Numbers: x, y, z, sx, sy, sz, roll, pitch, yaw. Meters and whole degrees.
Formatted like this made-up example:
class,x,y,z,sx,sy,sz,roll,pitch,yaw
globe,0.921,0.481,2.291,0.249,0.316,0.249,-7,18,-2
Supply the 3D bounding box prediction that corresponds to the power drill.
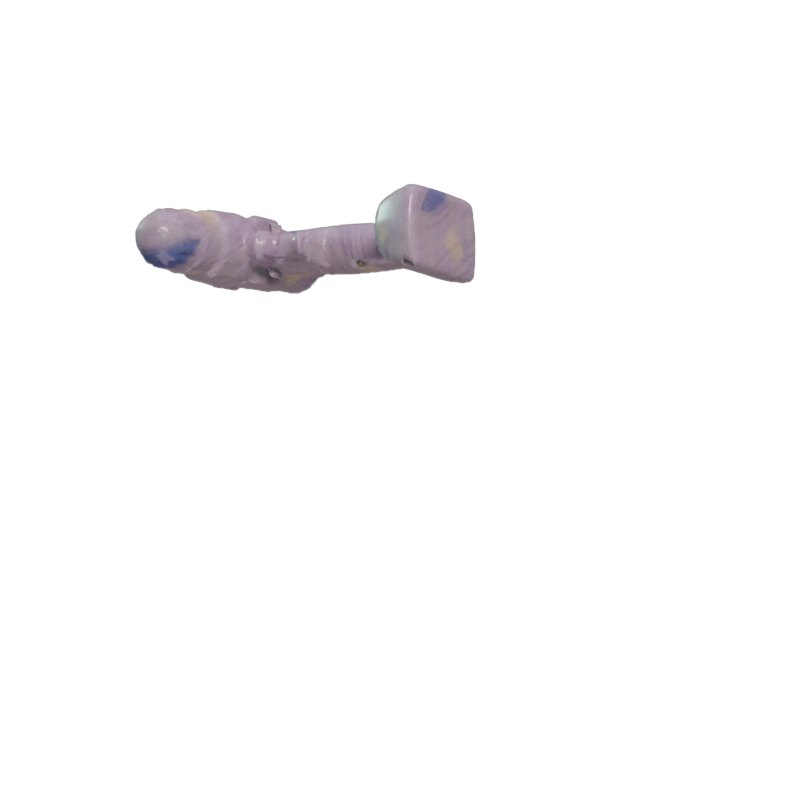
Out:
class,x,y,z,sx,sy,sz,roll,pitch,yaw
power drill,-0.058,-0.106,0.743,0.194,0.058,0.177,0,1,30
